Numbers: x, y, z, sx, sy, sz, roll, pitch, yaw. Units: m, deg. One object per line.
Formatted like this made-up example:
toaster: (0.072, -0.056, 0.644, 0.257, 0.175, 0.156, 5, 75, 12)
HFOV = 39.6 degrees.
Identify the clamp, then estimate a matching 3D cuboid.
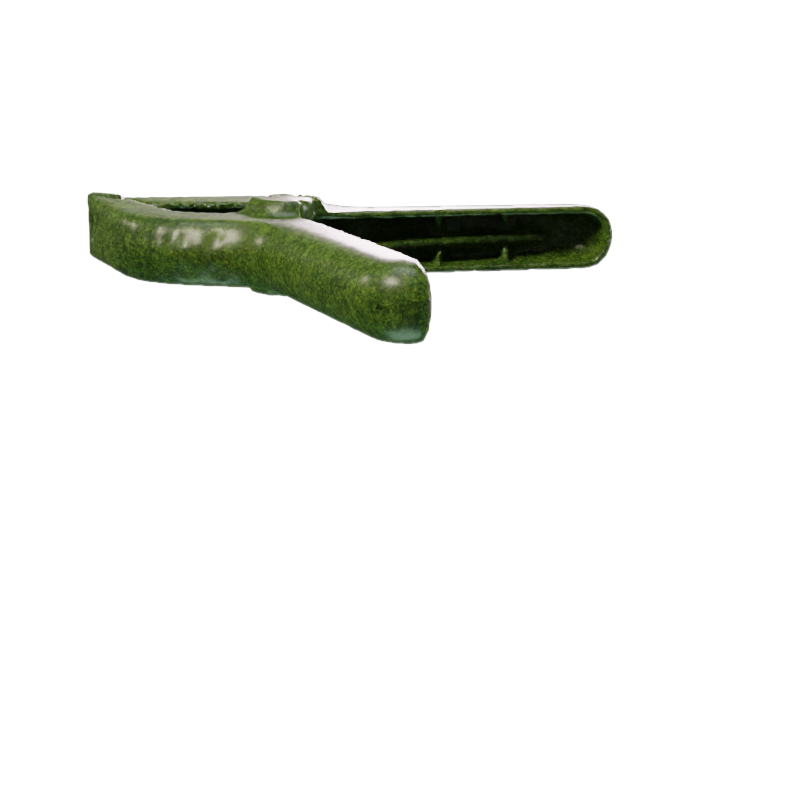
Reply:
clamp: (-0.034, -0.061, 0.429, 0.220, 0.035, 0.161, 12, 19, 37)
